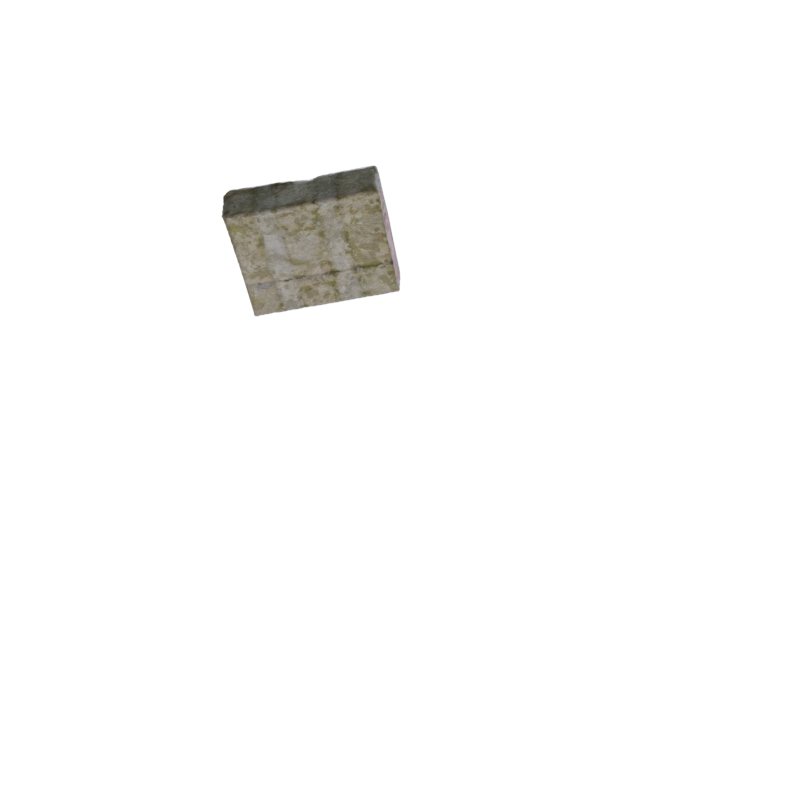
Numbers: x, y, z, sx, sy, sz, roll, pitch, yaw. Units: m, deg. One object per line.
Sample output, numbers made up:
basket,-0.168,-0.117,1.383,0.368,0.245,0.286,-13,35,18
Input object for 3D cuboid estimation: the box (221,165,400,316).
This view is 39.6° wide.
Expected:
box,-0.050,-0.090,0.631,0.090,0.068,0.032,-9,41,7
